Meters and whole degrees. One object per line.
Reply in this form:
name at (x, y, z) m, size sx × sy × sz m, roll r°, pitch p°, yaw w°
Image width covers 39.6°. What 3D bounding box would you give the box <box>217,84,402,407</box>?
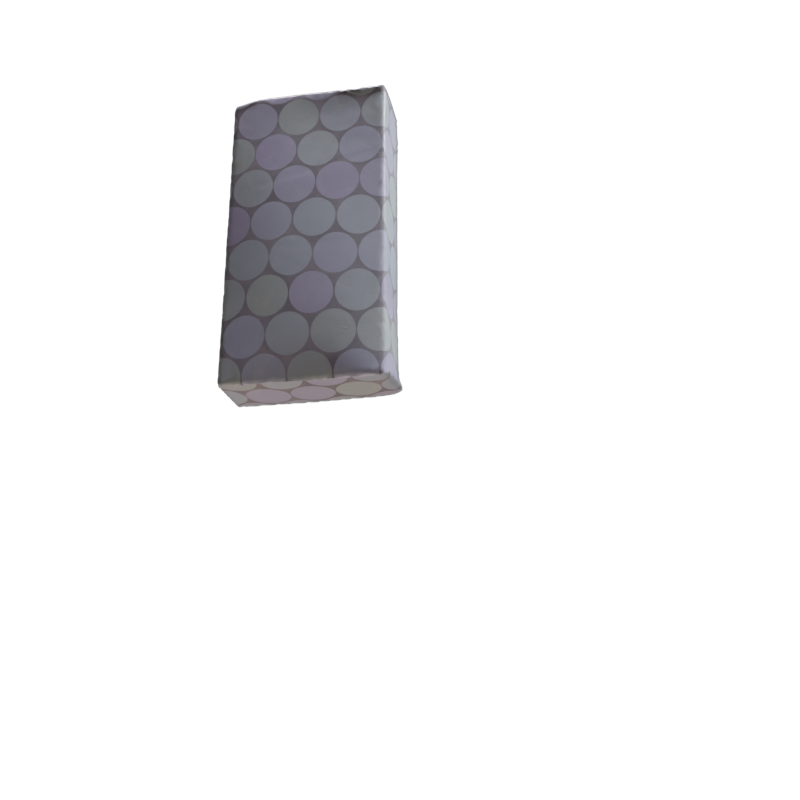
box at (-0.049, -0.088, 0.618) m, size 0.094 × 0.186 × 0.045 m, roll -6°, pitch -23°, yaw 11°
